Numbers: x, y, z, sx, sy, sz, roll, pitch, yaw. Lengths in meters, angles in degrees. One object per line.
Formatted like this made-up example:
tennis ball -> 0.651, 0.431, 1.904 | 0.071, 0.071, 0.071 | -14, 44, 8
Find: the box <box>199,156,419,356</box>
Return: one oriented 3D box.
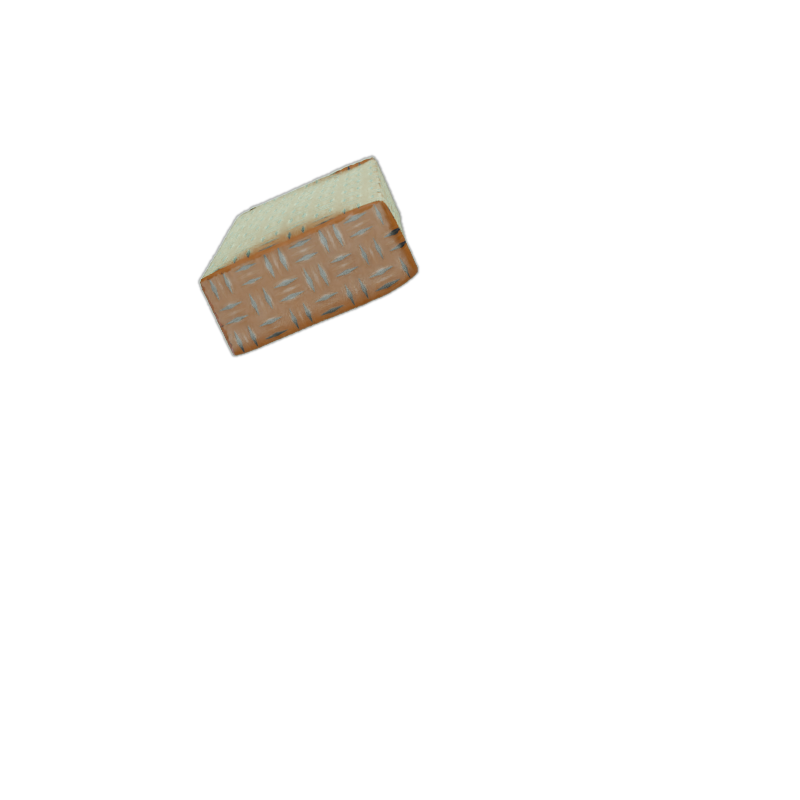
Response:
box -> -0.045, -0.082, 0.574 | 0.093, 0.046, 0.183 | -23, 20, 4
